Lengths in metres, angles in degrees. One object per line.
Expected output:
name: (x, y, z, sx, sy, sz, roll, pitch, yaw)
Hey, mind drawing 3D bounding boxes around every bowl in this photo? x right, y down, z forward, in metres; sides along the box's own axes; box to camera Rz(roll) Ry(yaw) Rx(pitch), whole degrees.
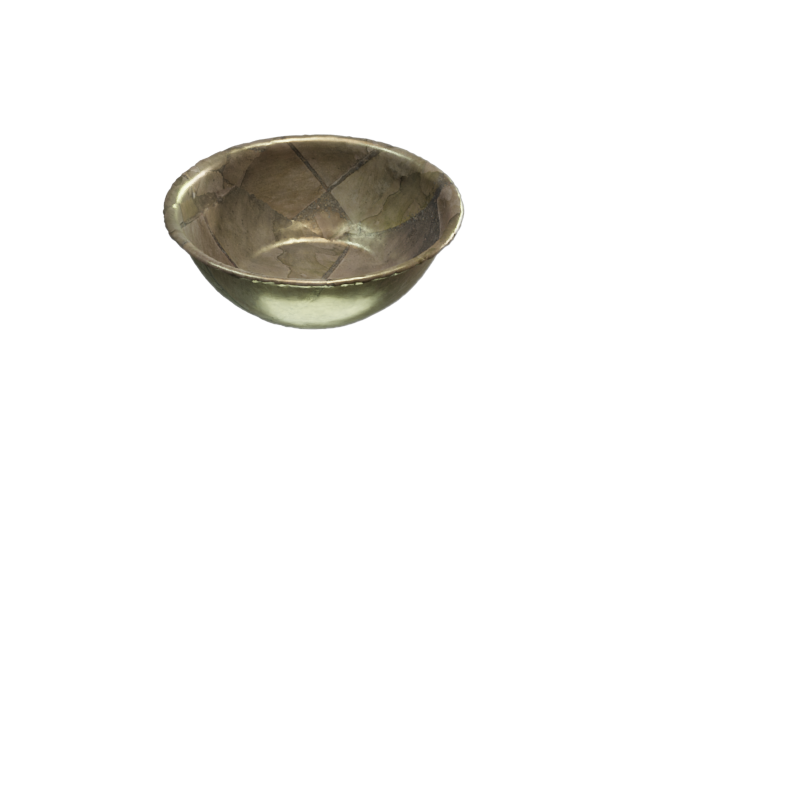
bowl: (-0.048, -0.087, 0.611, 0.162, 0.051, 0.173, -1, 37, -2)
